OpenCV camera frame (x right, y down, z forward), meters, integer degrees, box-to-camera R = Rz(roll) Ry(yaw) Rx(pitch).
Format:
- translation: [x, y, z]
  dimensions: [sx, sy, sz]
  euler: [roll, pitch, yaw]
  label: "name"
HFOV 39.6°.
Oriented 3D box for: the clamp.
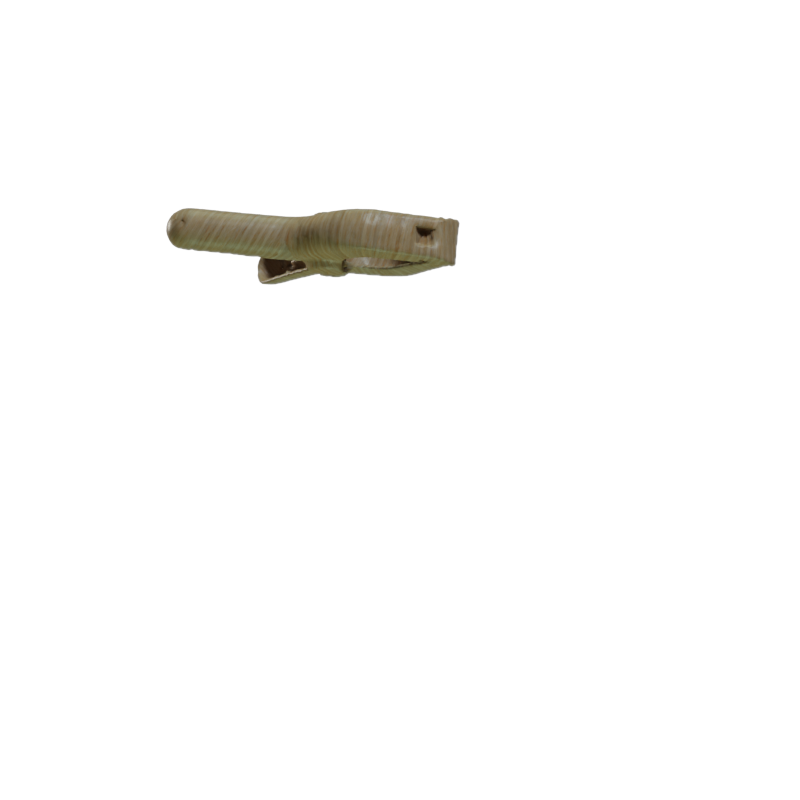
- translation: [-0.052, -0.095, 0.668]
  dimensions: [0.177, 0.040, 0.114]
  euler: [-2, -3, 35]
  label: "clamp"
